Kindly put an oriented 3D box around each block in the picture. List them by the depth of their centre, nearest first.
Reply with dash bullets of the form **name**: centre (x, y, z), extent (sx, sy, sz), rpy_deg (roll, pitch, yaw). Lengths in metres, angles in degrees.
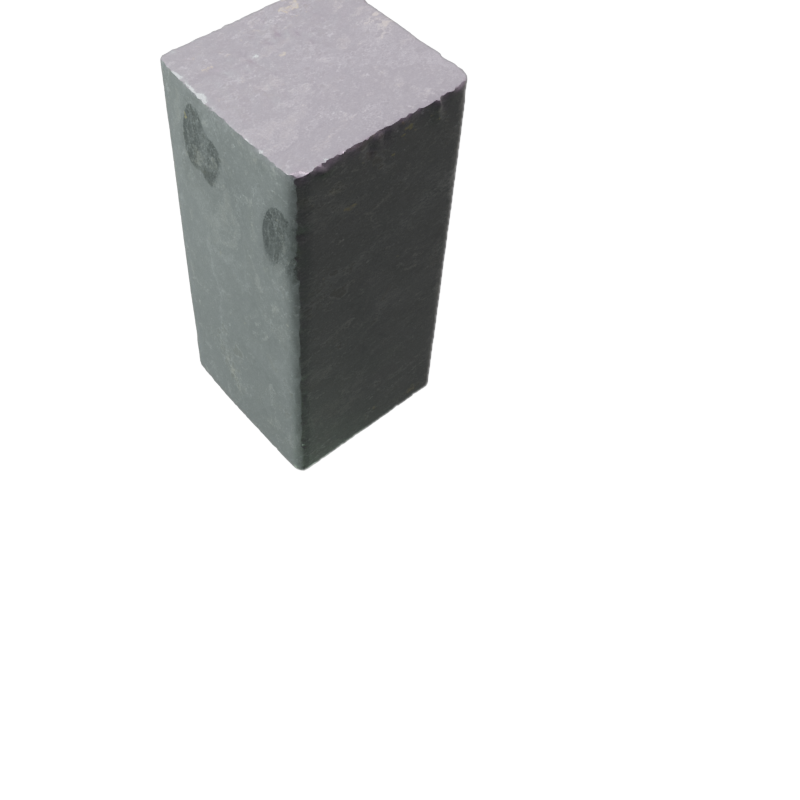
- **block**: centre (-0.040, -0.072, 0.508), extent (0.091, 0.096, 0.192), rpy_deg (-32, -29, -25)
